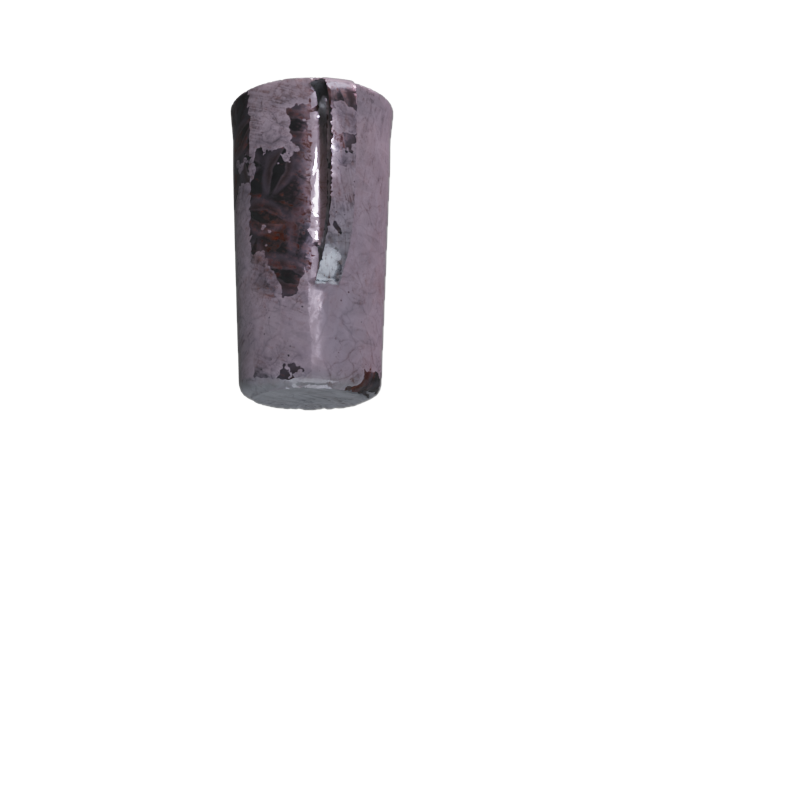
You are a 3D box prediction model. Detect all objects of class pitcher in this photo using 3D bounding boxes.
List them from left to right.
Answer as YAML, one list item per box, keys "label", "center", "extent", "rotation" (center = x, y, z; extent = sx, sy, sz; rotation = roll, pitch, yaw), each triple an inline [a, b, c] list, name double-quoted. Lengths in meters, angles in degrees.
- label: "pitcher"
  center: [-0.067, -0.123, 0.861]
  extent: [0.148, 0.253, 0.140]
  rotation: [-10, -19, 27]
